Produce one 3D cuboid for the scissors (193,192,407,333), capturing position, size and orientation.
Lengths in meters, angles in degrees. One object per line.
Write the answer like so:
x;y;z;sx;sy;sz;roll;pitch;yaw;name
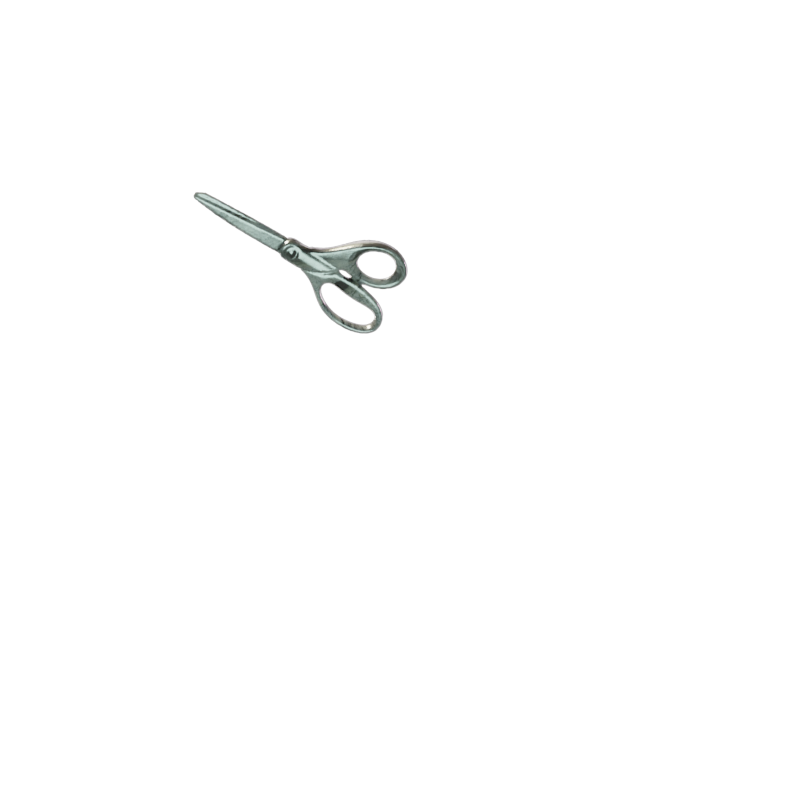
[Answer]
-0.075;-0.137;0.962;0.095;0.192;0.017;-39;20;17;scissors
